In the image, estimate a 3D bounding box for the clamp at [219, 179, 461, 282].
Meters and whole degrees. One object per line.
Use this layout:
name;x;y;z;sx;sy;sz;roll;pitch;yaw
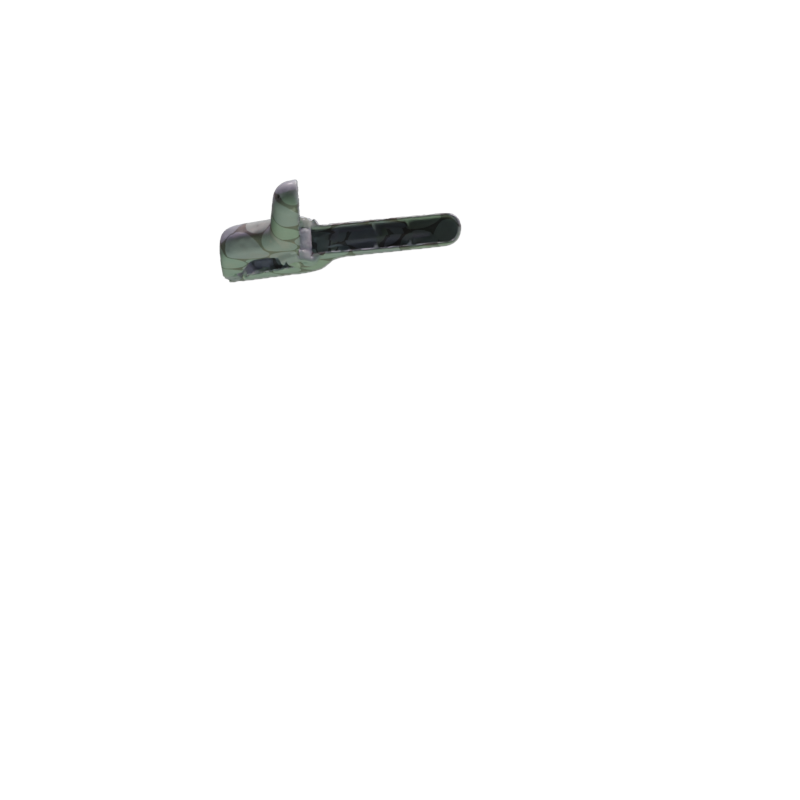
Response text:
clamp;-0.068;-0.124;0.866;0.158;0.037;0.213;5;-9;-33
